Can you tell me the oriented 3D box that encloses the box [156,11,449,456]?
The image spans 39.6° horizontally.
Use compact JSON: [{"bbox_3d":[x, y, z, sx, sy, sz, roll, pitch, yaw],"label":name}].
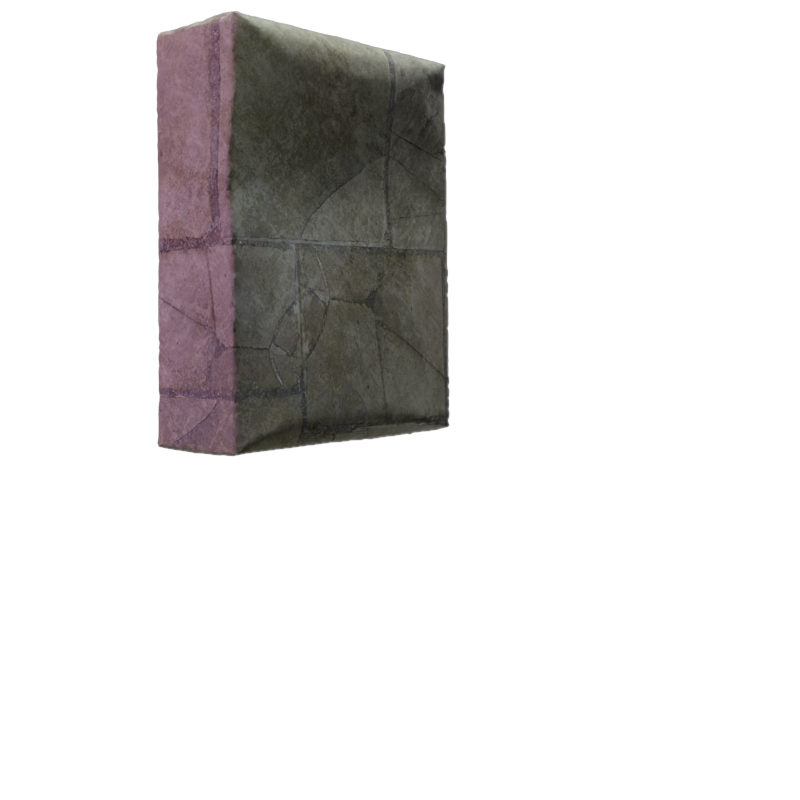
[{"bbox_3d":[-0.047,-0.085,0.596,0.074,0.216,0.157,-3,-3,44],"label":"box"}]
